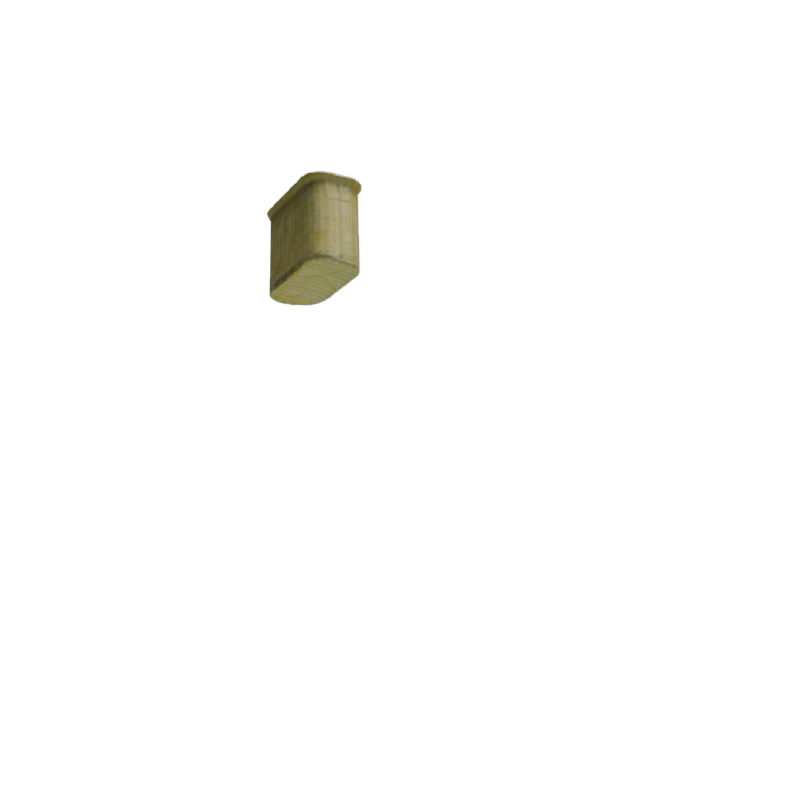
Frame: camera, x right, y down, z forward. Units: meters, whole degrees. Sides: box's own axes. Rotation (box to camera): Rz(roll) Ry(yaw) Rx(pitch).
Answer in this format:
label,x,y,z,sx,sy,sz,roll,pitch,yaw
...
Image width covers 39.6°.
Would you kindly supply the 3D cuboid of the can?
label,x,y,z,sx,sy,sz,roll,pitch,yaw
can,-0.075,-0.138,0.965,0.055,0.088,0.101,12,-26,-28
